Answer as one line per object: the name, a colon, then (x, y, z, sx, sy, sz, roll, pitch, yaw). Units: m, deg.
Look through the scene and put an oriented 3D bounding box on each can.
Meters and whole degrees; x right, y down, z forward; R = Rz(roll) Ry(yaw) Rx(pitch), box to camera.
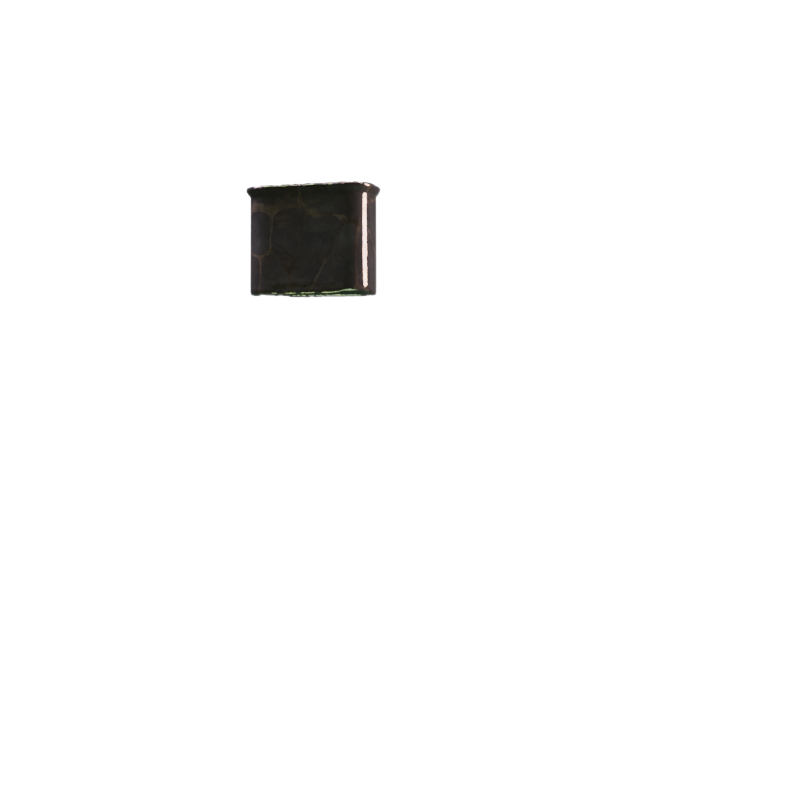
can: (-0.068, -0.123, 0.862, 0.104, 0.085, 0.056, 0, -3, 16)
